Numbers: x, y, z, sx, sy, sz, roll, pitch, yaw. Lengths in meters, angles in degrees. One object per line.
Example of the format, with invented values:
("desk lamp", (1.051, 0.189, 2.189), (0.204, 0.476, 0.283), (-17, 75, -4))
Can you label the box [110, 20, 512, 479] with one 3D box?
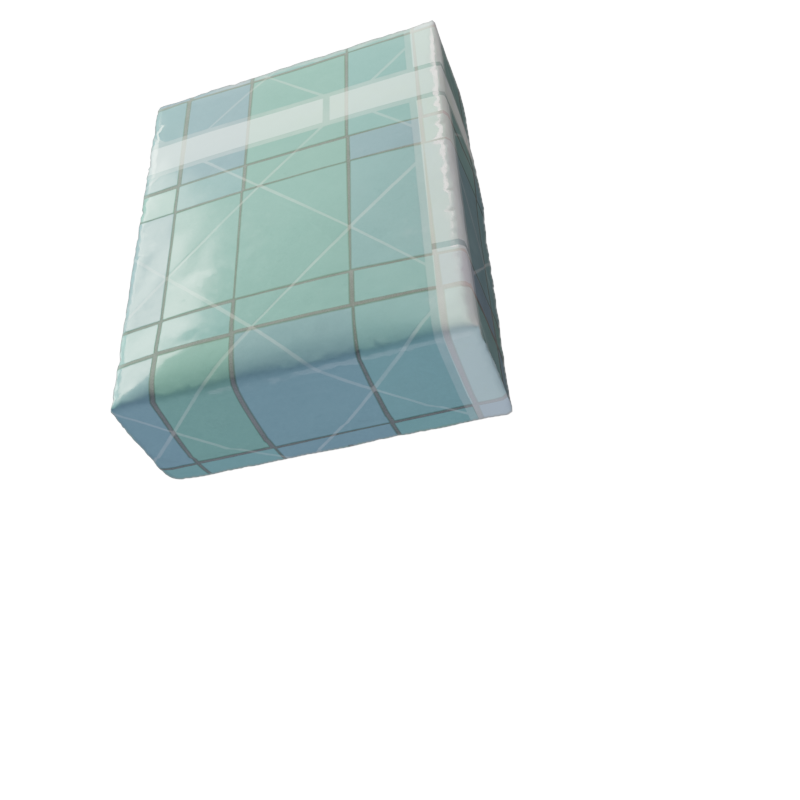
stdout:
("box", (-0.043, -0.078, 0.547), (0.165, 0.230, 0.066), (-14, -43, 13))
